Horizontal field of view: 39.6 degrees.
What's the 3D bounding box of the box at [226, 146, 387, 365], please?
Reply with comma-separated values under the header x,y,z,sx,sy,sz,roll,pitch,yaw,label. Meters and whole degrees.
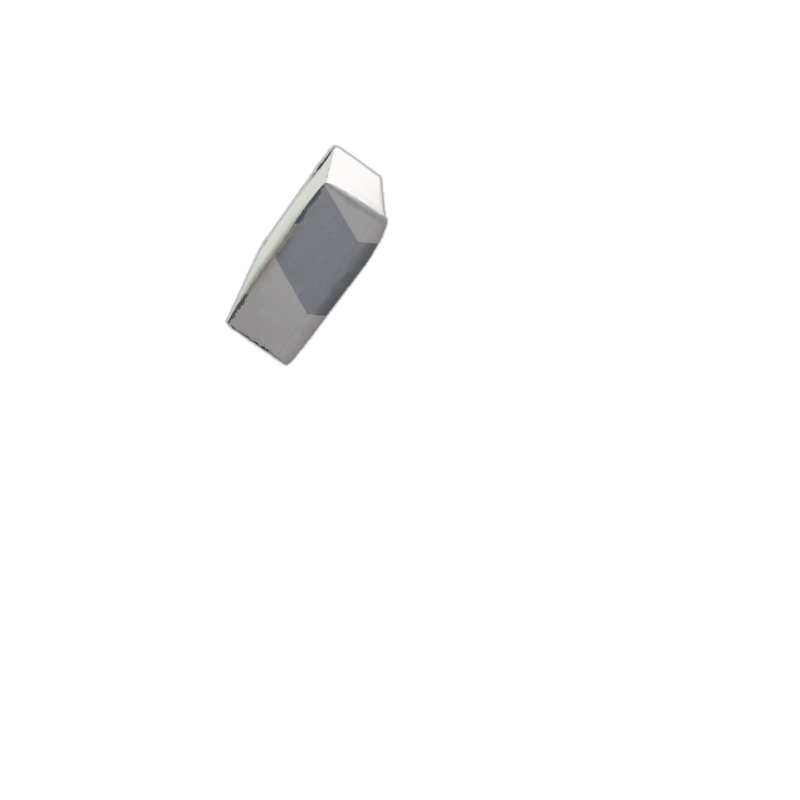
x,y,z,sx,sy,sz,roll,pitch,yaw,label
-0.051,-0.092,0.642,0.047,0.092,0.183,34,13,-14,box
